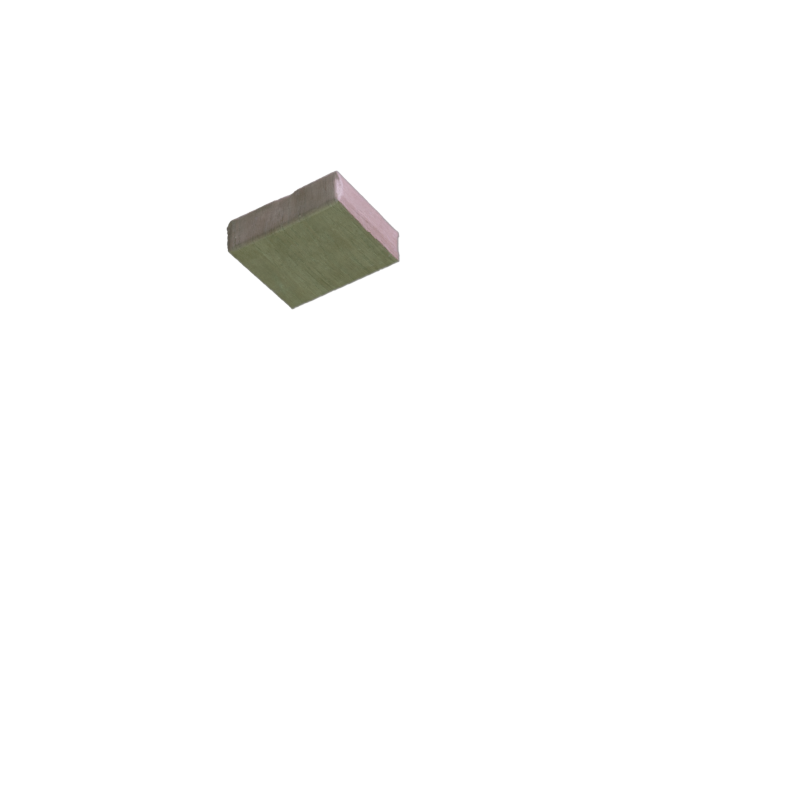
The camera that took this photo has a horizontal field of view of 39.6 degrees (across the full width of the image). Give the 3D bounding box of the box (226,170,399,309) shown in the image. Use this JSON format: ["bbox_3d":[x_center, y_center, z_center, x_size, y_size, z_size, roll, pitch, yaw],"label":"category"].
[{"bbox_3d":[-0.056,-0.103,0.719,0.090,0.032,0.068,-21,-41,26],"label":"box"}]
